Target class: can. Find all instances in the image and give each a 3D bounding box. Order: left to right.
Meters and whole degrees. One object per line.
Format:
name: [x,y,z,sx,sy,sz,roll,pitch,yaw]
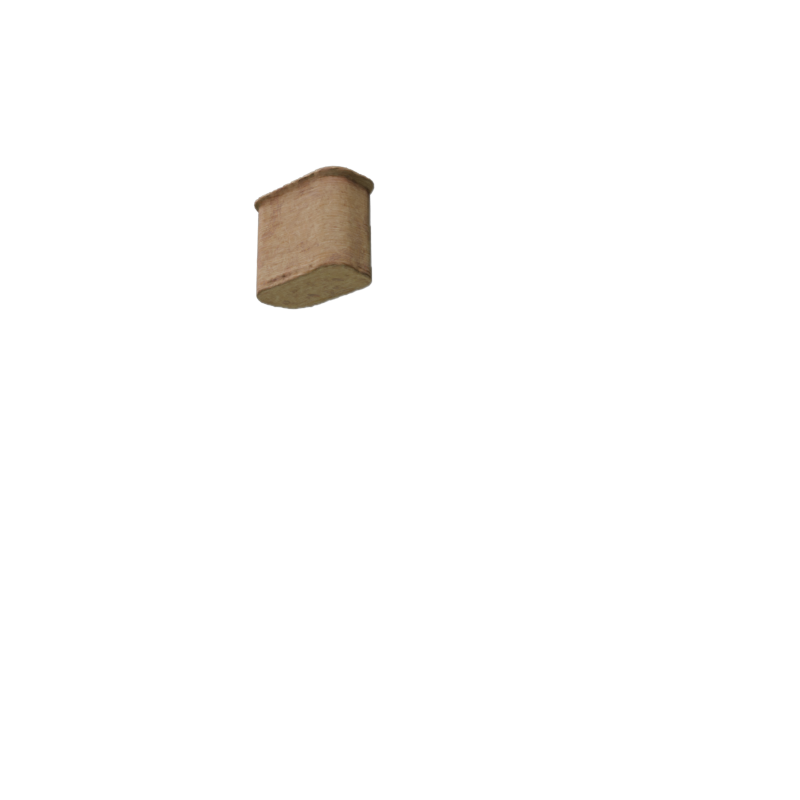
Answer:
can: [-0.068,-0.124,0.870,0.103,0.088,0.054,-18,-27,39]
